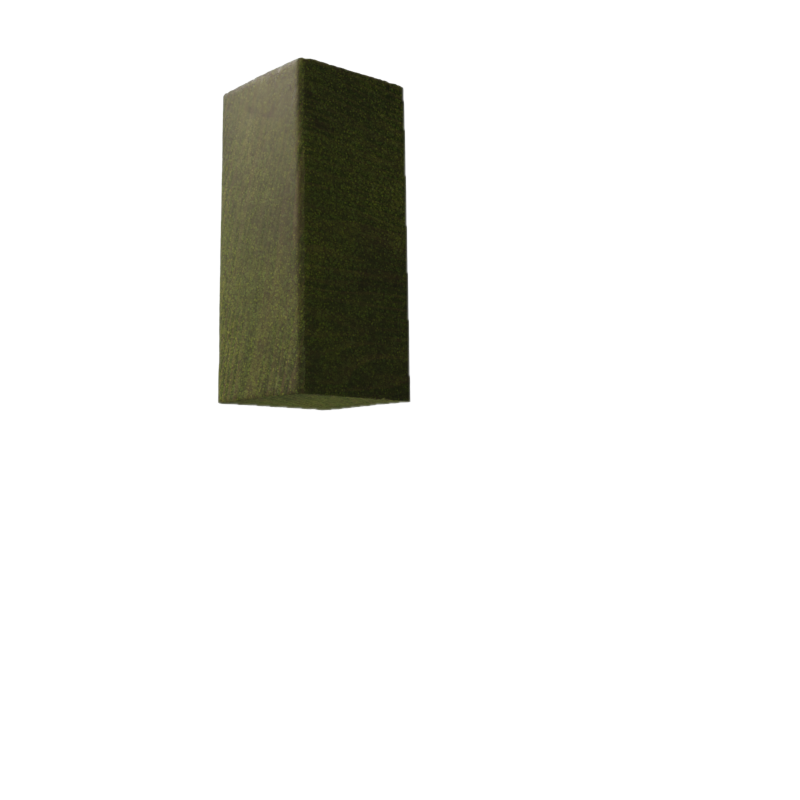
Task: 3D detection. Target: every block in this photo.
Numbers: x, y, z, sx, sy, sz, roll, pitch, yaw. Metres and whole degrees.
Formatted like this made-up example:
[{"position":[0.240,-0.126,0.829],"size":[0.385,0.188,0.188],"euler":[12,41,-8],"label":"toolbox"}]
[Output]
[{"position":[-0.056,-0.102,0.714],"size":[0.086,0.212,0.092],"euler":[9,-15,-40],"label":"block"}]
